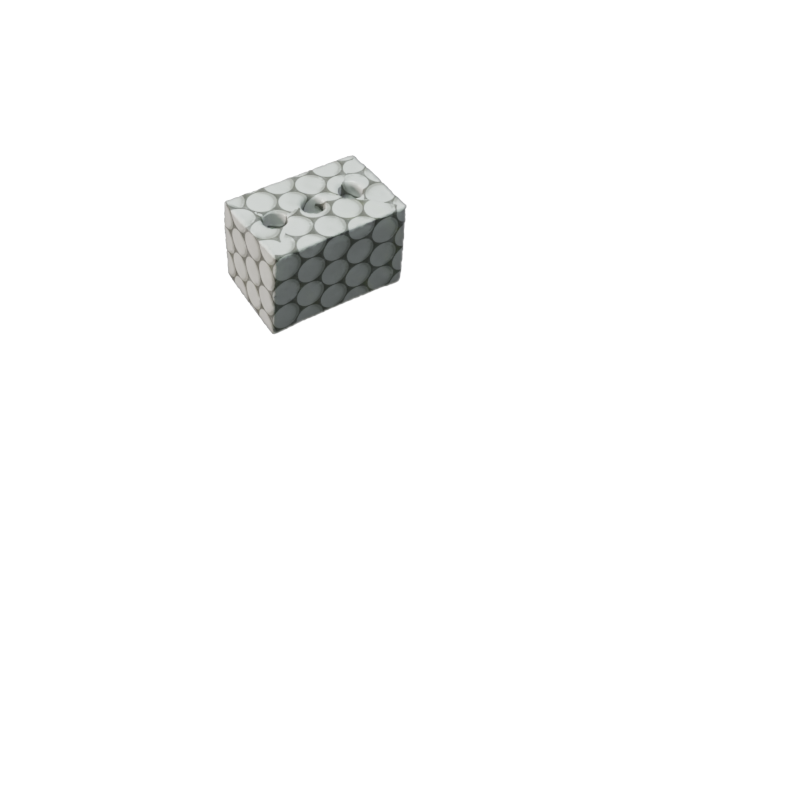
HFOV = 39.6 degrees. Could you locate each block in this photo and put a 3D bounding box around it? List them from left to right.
[{"bbox_3d":[-0.044,-0.080,0.563,0.077,0.048,0.057,-25,52,-23],"label":"block"}]
